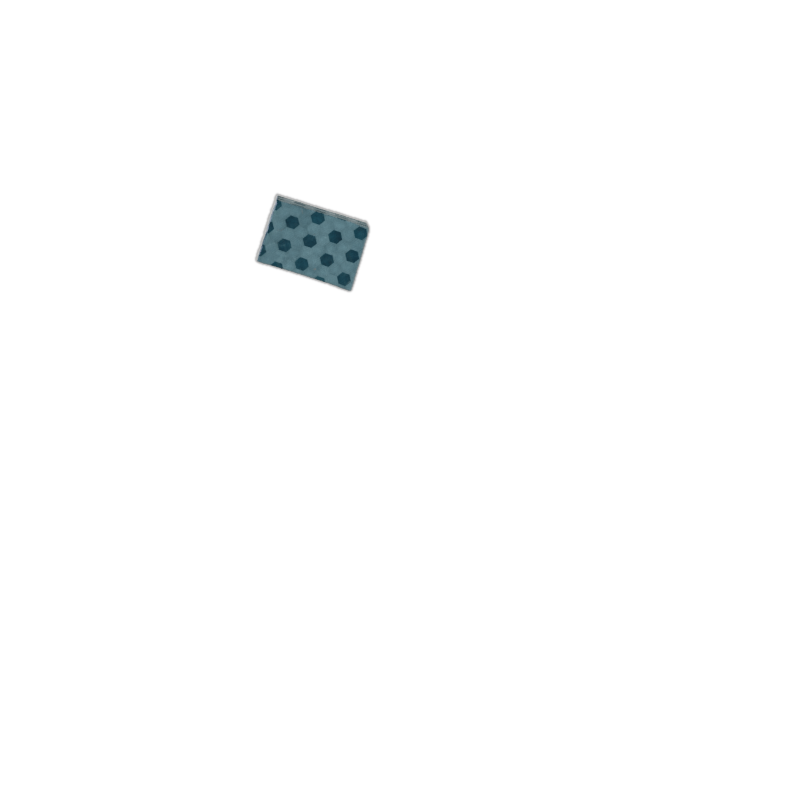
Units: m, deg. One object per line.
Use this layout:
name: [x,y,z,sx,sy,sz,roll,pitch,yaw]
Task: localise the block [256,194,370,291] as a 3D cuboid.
block: [-0.068,-0.124,0.866,0.077,0.052,0.052,18,9,-4]
